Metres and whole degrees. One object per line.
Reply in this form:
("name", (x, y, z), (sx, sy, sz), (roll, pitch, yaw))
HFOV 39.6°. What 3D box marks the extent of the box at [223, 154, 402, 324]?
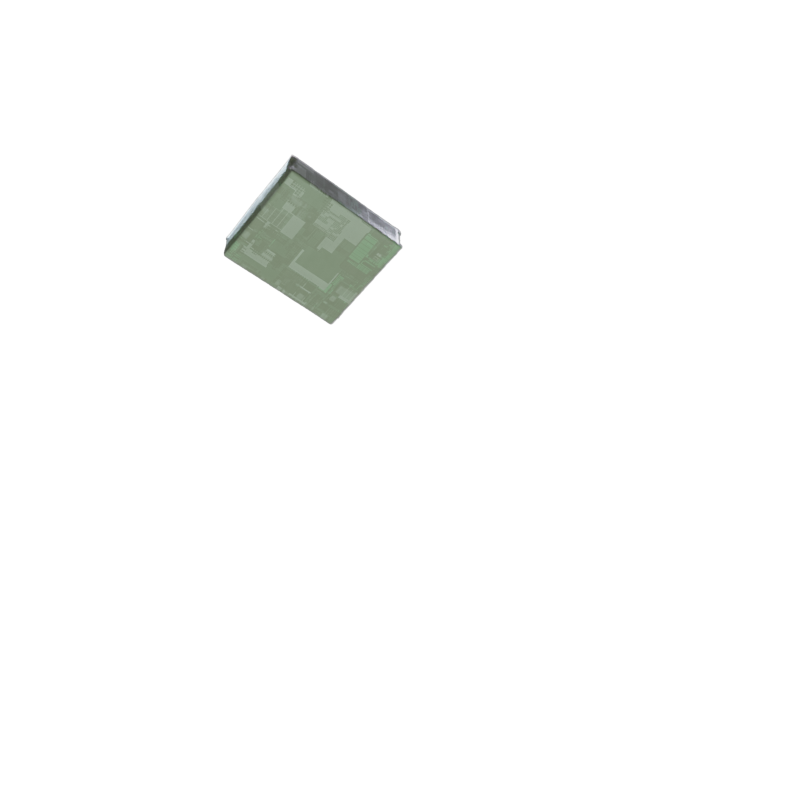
("box", (-0.055, -0.100, 0.702), (0.086, 0.072, 0.032), (33, 24, -18))
